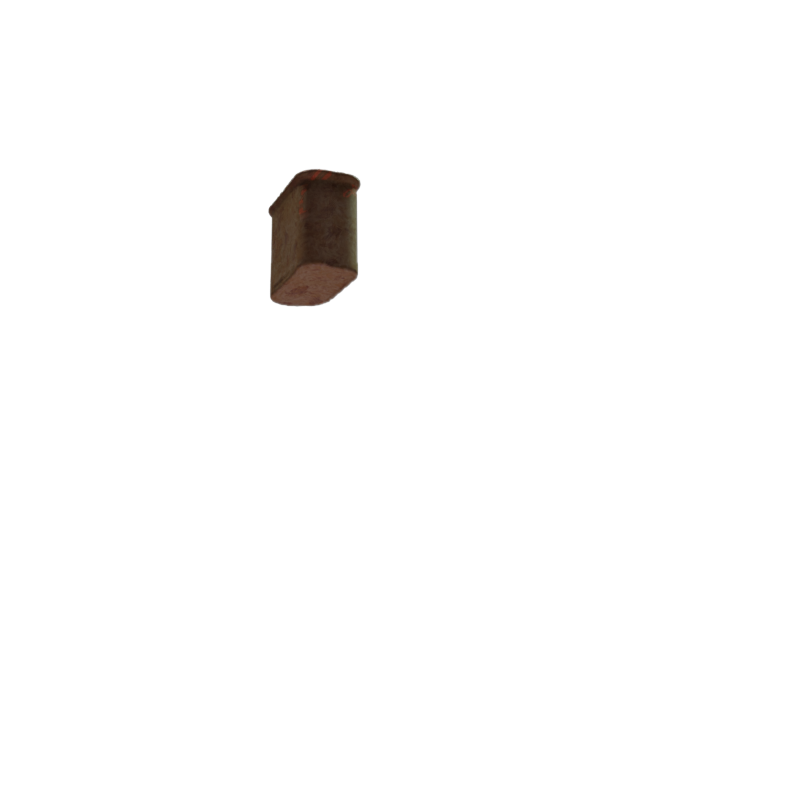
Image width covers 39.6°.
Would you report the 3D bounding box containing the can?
[{"bbox_3d":[-0.072,-0.132,0.922,0.056,0.088,0.100,8,-20,-23],"label":"can"}]
